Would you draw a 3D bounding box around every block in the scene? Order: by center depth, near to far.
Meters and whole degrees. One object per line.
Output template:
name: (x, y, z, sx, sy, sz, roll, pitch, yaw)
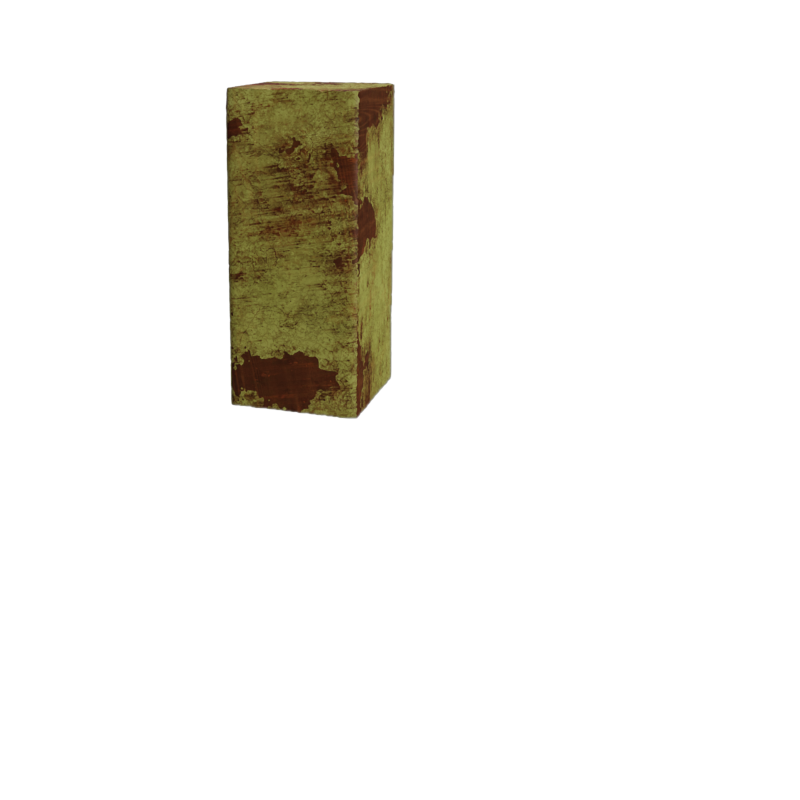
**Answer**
block: (-0.058, -0.105, 0.733, 0.092, 0.200, 0.091, 4, 14, 15)
